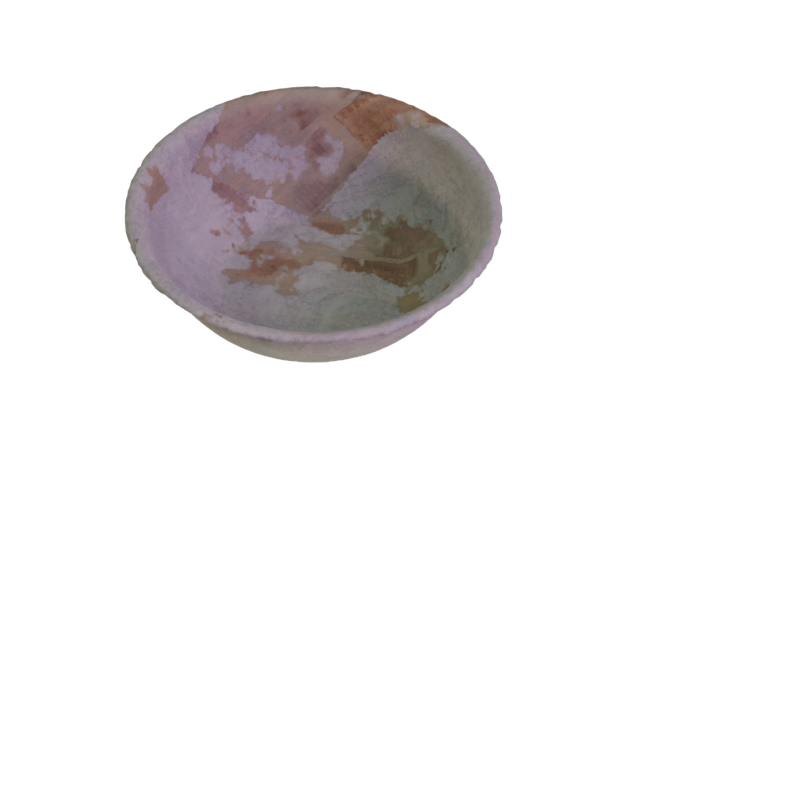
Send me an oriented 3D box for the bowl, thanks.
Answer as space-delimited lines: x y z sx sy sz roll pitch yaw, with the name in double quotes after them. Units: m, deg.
-0.039 -0.071 0.494 0.162 0.174 0.051 -1 -42 -1 "bowl"
